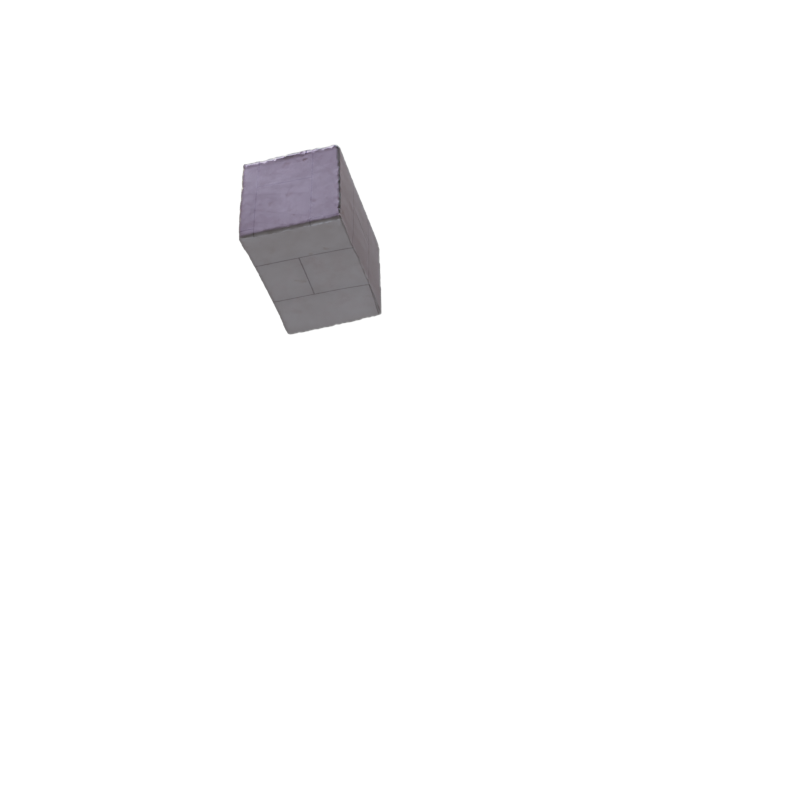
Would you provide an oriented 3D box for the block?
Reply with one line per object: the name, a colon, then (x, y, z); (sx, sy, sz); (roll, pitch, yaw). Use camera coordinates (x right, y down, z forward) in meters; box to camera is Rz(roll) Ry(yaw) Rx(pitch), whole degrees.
block: (-0.044, -0.080, 0.560); (0.053, 0.055, 0.072); (-11, -40, 10)
